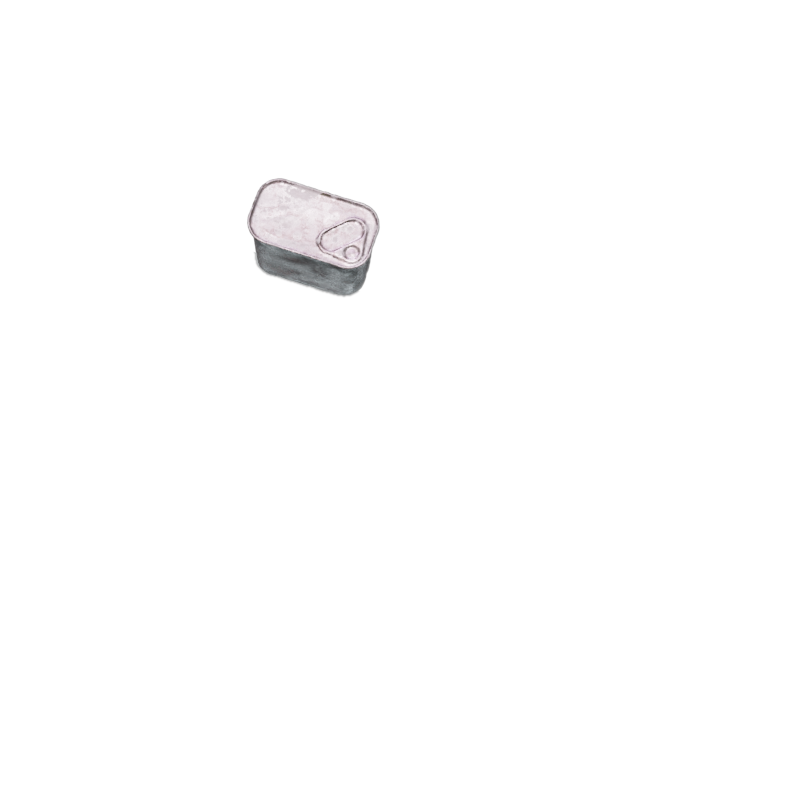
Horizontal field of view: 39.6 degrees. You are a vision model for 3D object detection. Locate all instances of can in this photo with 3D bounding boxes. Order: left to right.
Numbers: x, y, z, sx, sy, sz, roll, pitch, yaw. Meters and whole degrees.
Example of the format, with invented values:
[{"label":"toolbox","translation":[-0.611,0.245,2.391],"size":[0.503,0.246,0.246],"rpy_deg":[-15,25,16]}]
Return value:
[{"label":"can","translation":[-0.071,-0.130,0.911],"size":[0.103,0.059,0.080],"rpy_deg":[18,-16,4]}]
